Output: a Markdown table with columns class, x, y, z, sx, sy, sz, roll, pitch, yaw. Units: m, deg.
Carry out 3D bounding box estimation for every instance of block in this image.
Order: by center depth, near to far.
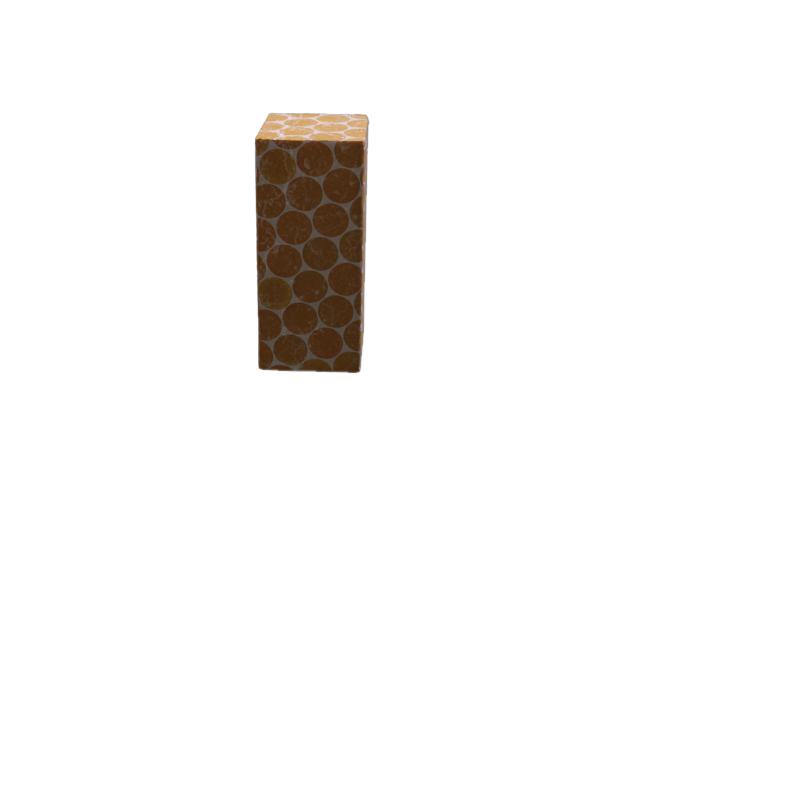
| class | x | y | z | sx | sy | sz | roll | pitch | yaw |
| --- | --- | --- | --- | --- | --- | --- | --- | --- | --- |
| block | -0.074 | -0.136 | 0.956 | 0.090 | 0.197 | 0.095 | 2 | 22 | 2 |
